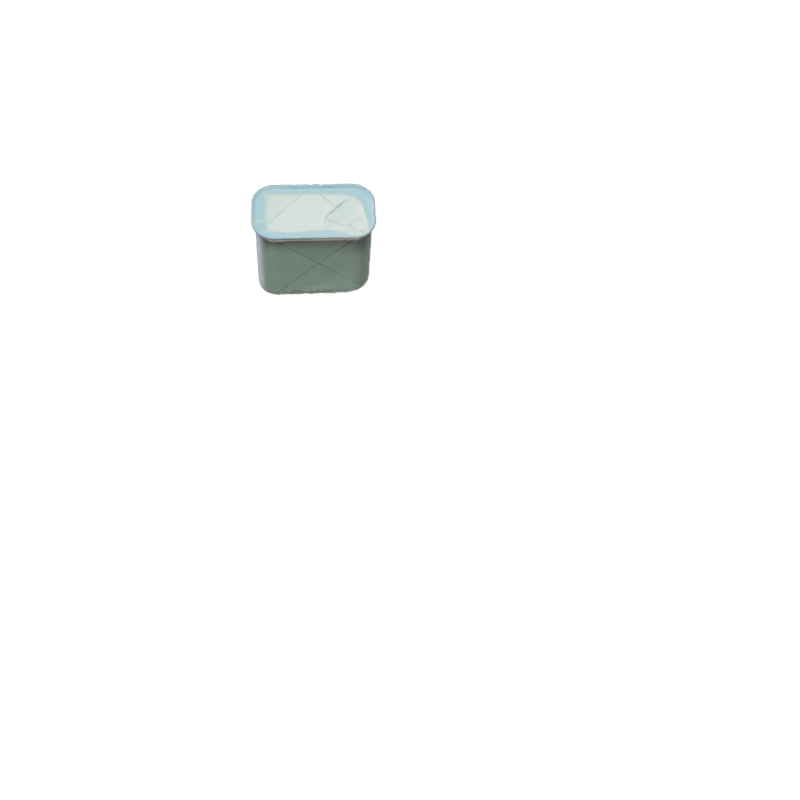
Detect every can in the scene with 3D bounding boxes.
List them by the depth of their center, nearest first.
[{"bbox_3d":[-0.073,-0.134,0.938,0.102,0.062,0.078,-1,-34,-3],"label":"can"}]
